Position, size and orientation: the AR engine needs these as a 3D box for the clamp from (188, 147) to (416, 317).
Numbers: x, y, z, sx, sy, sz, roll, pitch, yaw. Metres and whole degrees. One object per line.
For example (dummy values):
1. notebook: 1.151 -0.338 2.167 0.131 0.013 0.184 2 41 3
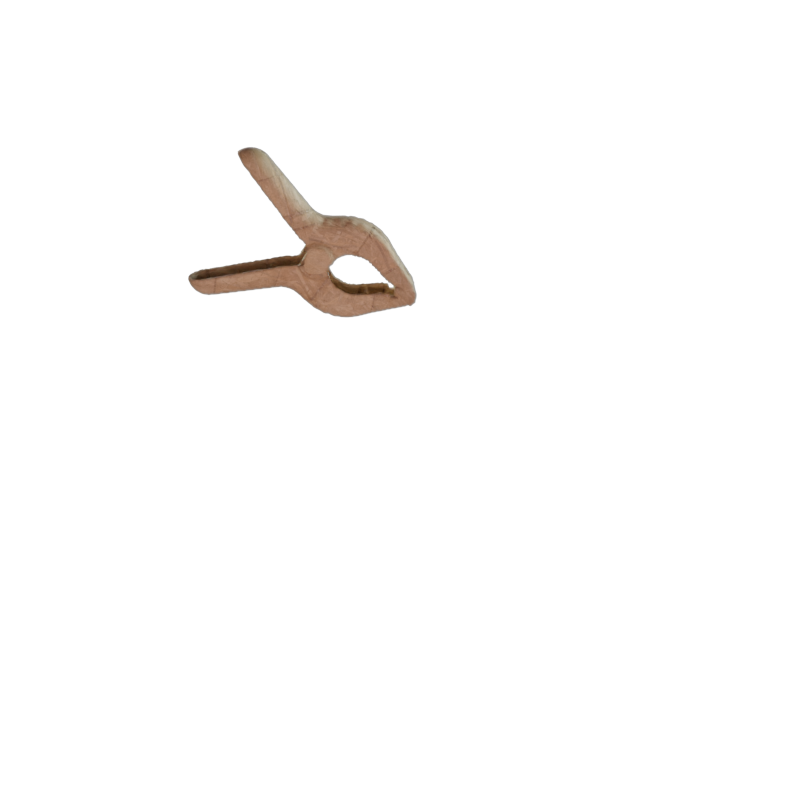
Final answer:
1. clamp: -0.065 -0.119 0.833 0.169 0.115 0.042 12 28 -7
